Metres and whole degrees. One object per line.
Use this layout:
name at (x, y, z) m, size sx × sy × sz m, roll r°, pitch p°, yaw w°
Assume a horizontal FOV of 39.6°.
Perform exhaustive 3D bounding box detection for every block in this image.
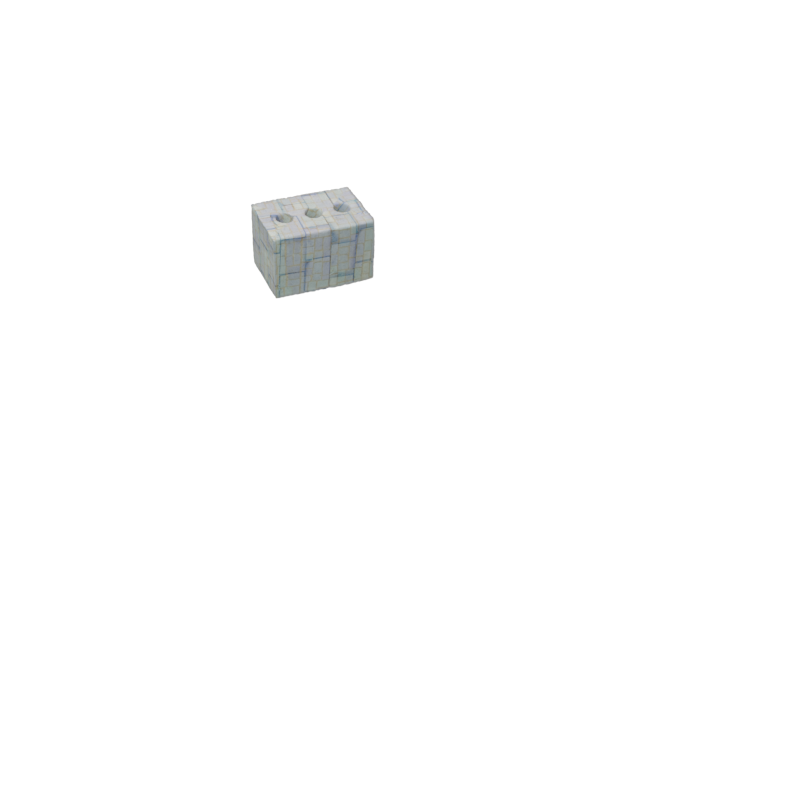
block at (-0.063, -0.114, 0.800) m, size 0.077 × 0.048 × 0.057 m, roll -13°, pitch 39°, yaw -18°
